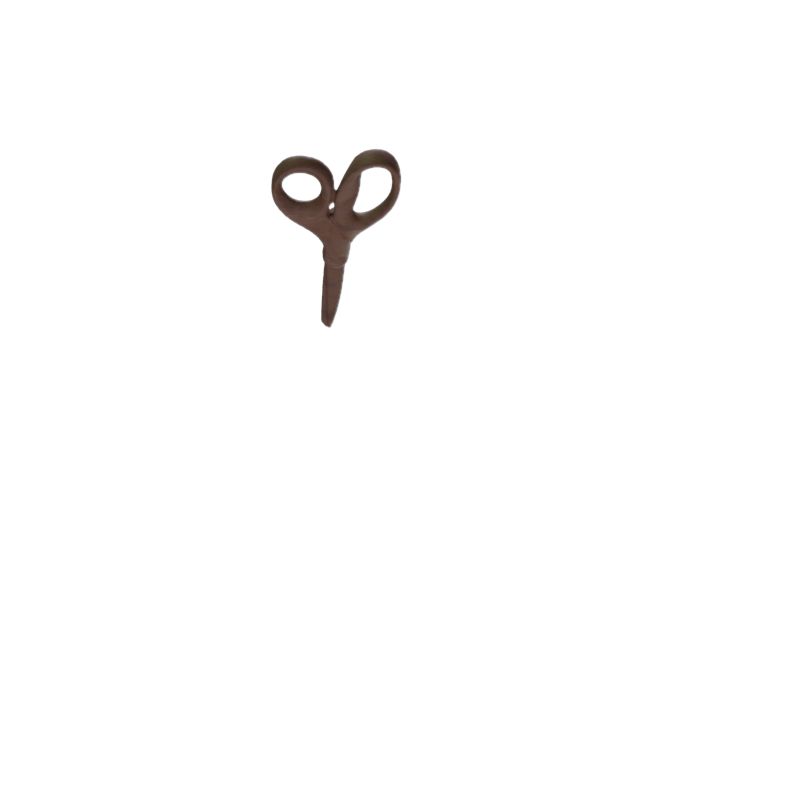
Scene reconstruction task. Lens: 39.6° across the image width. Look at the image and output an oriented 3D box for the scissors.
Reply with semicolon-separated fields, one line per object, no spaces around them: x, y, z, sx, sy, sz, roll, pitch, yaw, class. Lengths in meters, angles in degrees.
-0.063;-0.114;0.799;0.093;0.017;0.194;12;-35;-18;scissors
